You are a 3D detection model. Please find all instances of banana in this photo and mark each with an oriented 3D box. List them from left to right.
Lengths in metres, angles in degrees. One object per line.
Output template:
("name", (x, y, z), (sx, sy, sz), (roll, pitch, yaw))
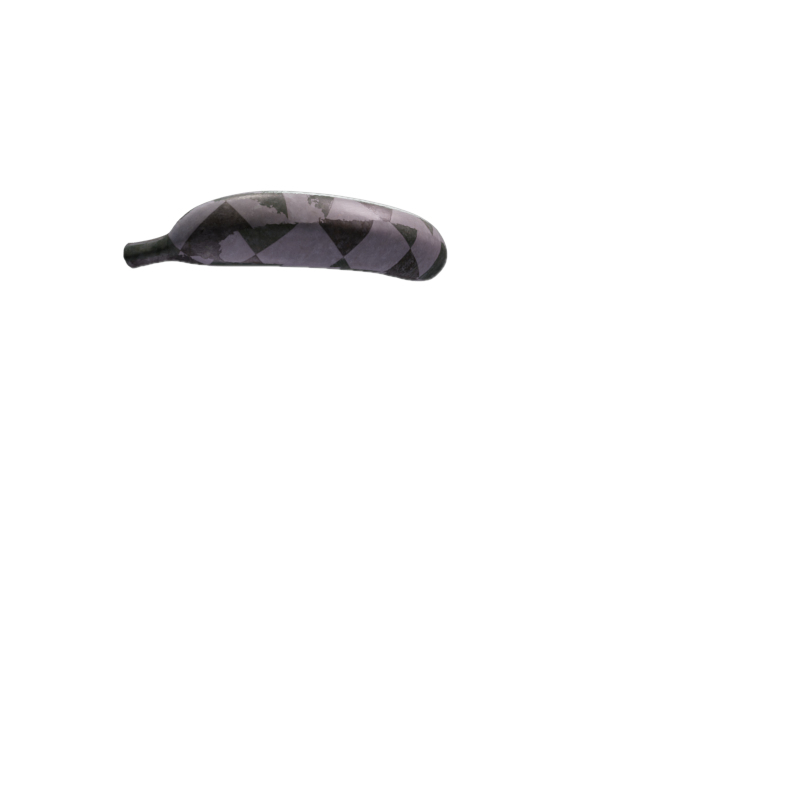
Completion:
("banana", (-0.035, -0.081, 0.552), (0.190, 0.037, 0.072), (-1, 1, -39))
